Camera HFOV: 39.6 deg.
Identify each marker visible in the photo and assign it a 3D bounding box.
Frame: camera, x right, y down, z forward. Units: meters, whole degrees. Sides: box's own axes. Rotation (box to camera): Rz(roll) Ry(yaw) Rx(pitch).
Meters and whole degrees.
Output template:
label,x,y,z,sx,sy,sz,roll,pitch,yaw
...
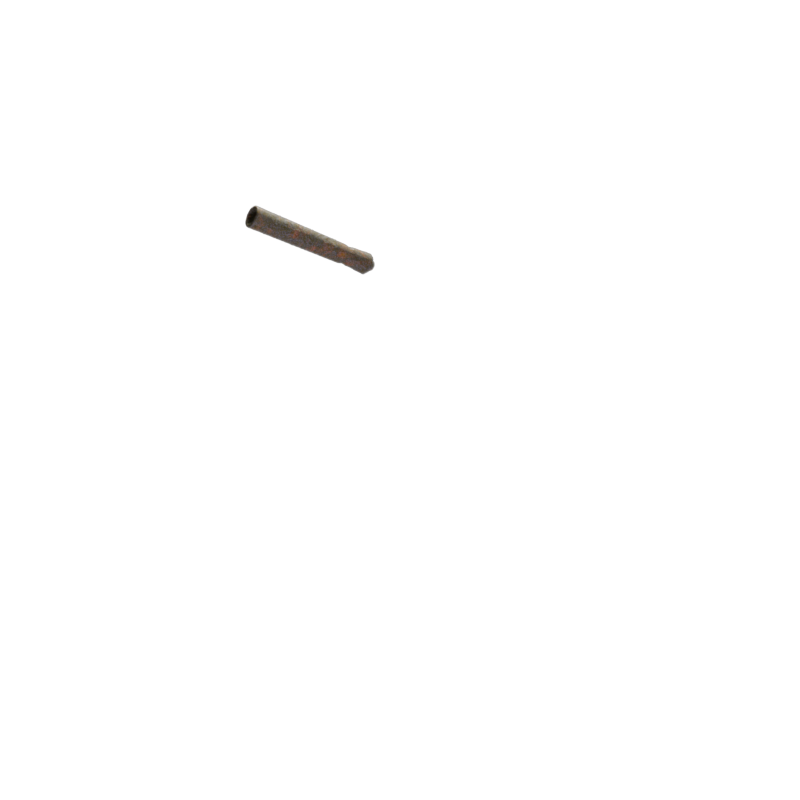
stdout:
label,x,y,z,sx,sy,sz,roll,pitch,yaw
marker,-0.071,-0.130,0.909,0.115,0.020,0.020,19,-6,-29
